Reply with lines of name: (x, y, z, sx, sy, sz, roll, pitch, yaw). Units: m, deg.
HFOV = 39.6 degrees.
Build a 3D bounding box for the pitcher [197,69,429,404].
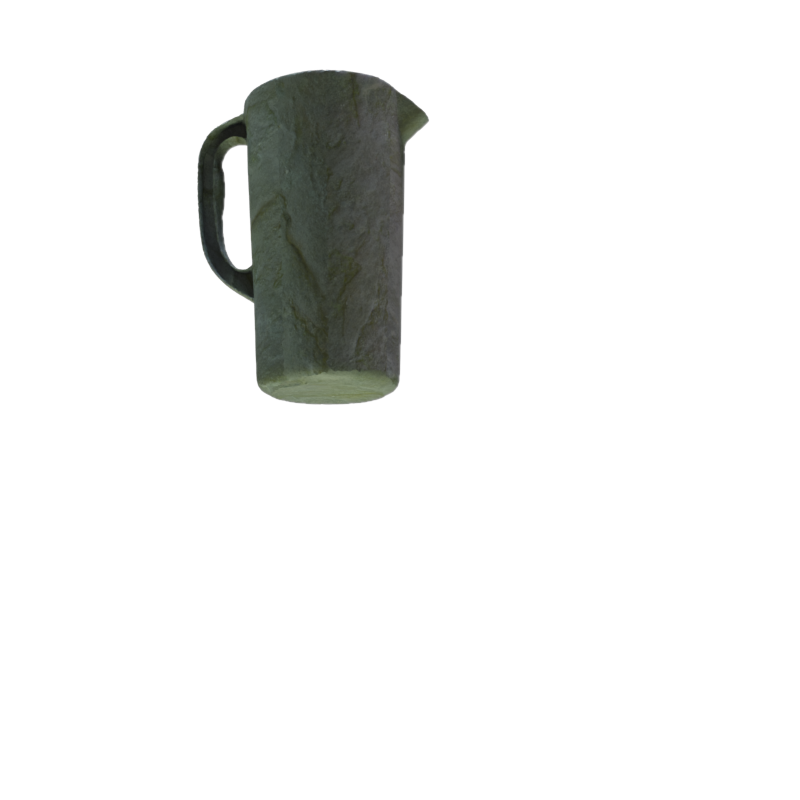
pitcher: (-0.068, -0.124, 0.869, 0.138, 0.253, 0.150, 10, -19, -34)
